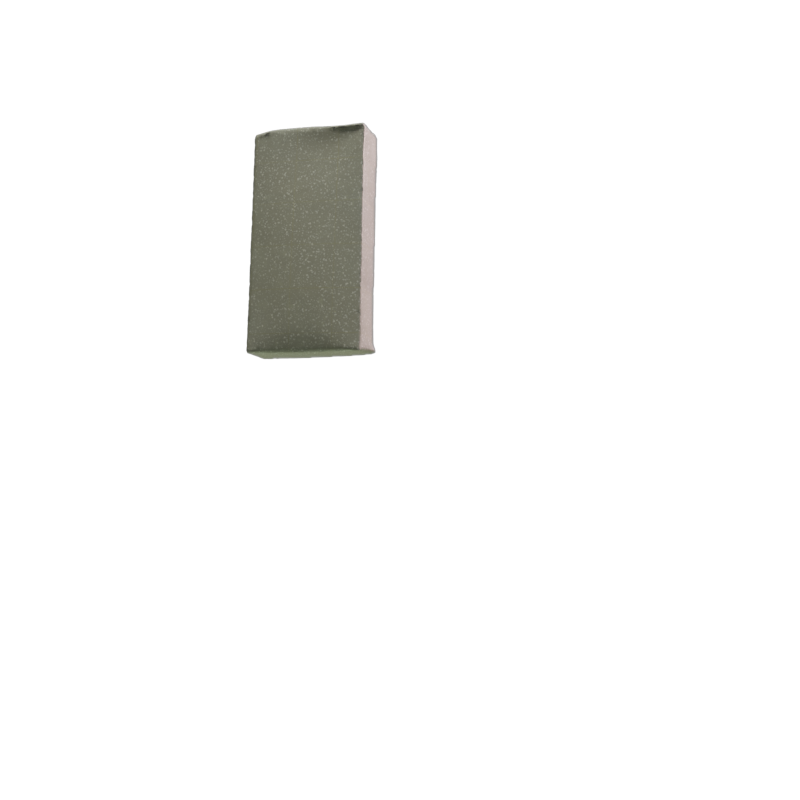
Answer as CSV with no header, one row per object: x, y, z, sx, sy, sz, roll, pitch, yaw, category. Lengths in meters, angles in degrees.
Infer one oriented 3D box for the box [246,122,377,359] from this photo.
-0.067,-0.122,0.854,0.095,0.181,0.046,-4,-11,17,box
